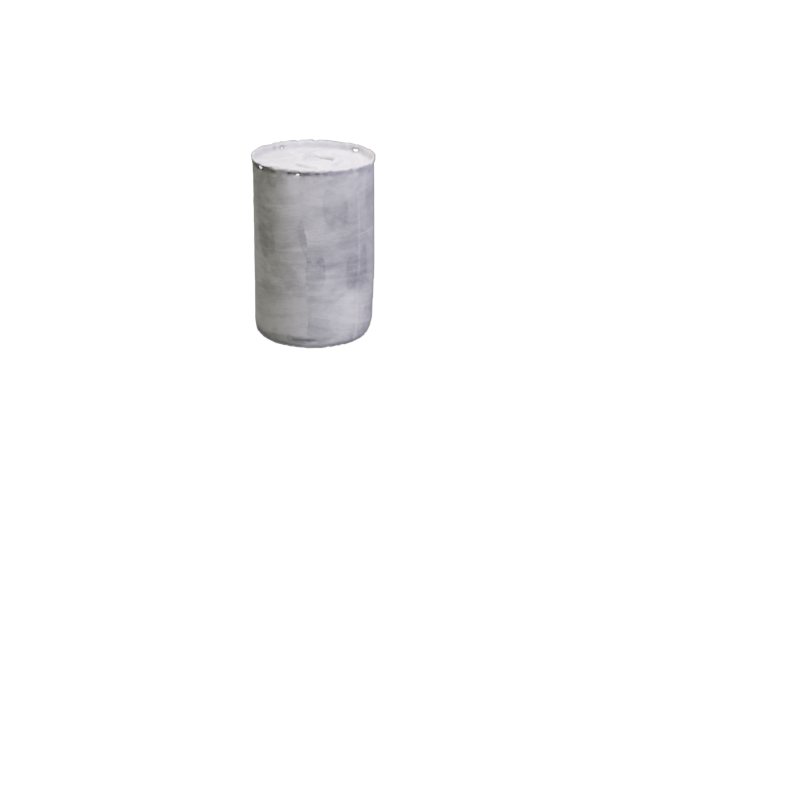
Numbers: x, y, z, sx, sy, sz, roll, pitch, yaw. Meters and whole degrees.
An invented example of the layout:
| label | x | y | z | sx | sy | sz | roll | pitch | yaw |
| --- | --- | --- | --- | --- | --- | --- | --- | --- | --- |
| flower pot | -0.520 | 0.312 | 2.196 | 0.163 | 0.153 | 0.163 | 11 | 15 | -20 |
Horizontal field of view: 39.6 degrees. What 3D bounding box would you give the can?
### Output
| label | x | y | z | sx | sy | sz | roll | pitch | yaw |
| --- | --- | --- | --- | --- | --- | --- | --- | --- | --- |
| can | -0.049 | -0.089 | 0.620 | 0.068 | 0.098 | 0.072 | 0 | 22 | -2 |
